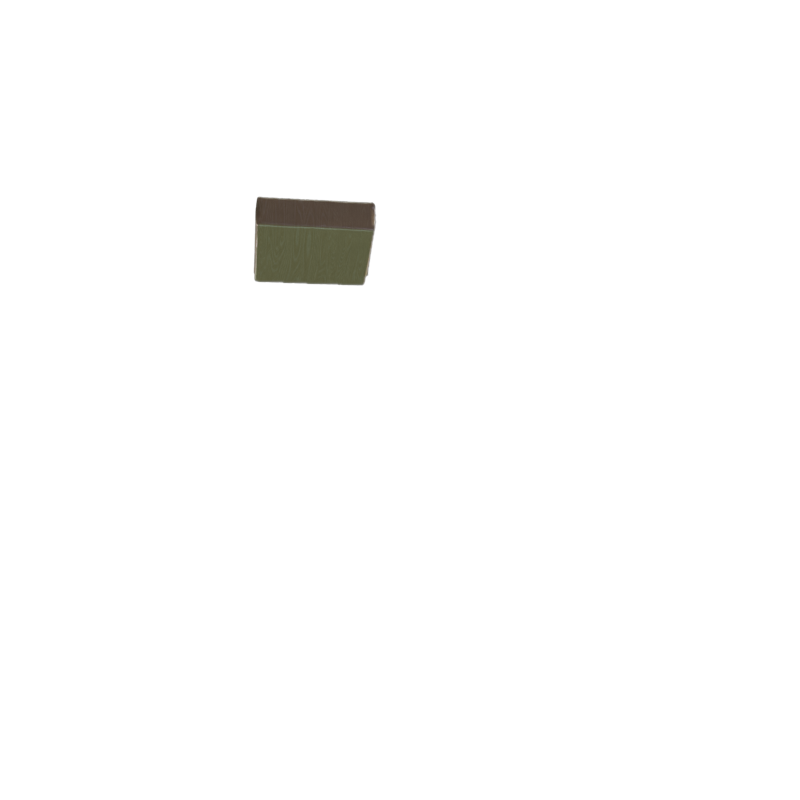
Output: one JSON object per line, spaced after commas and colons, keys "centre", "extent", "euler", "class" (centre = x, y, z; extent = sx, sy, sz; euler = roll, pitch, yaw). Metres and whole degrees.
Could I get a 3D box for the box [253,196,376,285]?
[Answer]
{"centre": [-0.066, -0.120, 0.839], "extent": [0.089, 0.032, 0.069], "euler": [2, -32, -4], "class": "box"}
